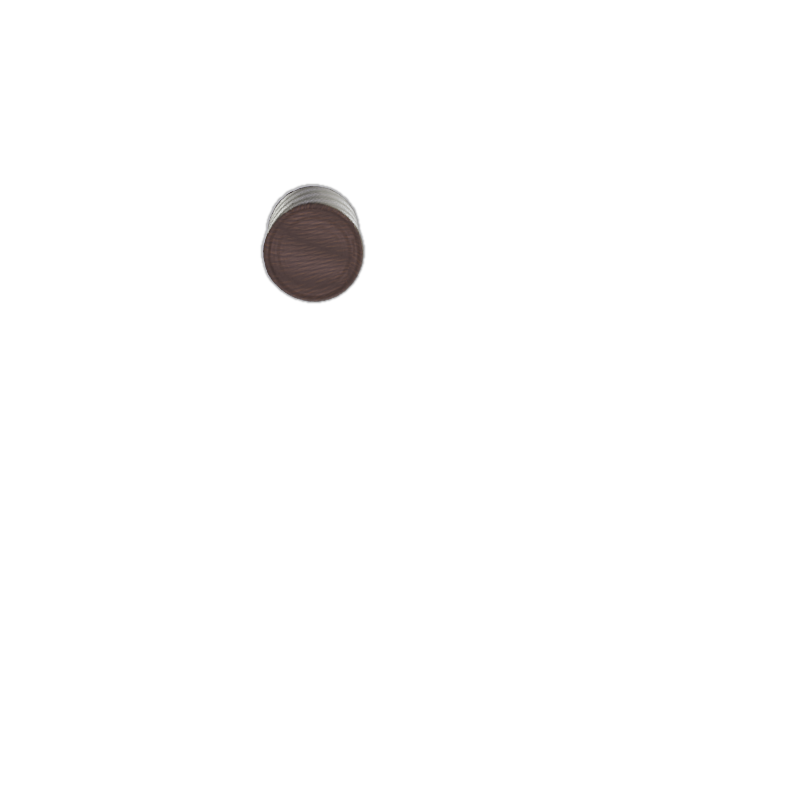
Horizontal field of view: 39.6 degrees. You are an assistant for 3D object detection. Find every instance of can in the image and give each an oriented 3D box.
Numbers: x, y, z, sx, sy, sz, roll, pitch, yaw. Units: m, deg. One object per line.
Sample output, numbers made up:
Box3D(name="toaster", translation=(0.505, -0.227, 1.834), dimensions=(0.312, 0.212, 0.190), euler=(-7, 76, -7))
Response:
Box3D(name="can", translation=(-0.060, -0.110, 0.767), dimensions=(0.068, 0.067, 0.105), euler=(0, 14, -3))
